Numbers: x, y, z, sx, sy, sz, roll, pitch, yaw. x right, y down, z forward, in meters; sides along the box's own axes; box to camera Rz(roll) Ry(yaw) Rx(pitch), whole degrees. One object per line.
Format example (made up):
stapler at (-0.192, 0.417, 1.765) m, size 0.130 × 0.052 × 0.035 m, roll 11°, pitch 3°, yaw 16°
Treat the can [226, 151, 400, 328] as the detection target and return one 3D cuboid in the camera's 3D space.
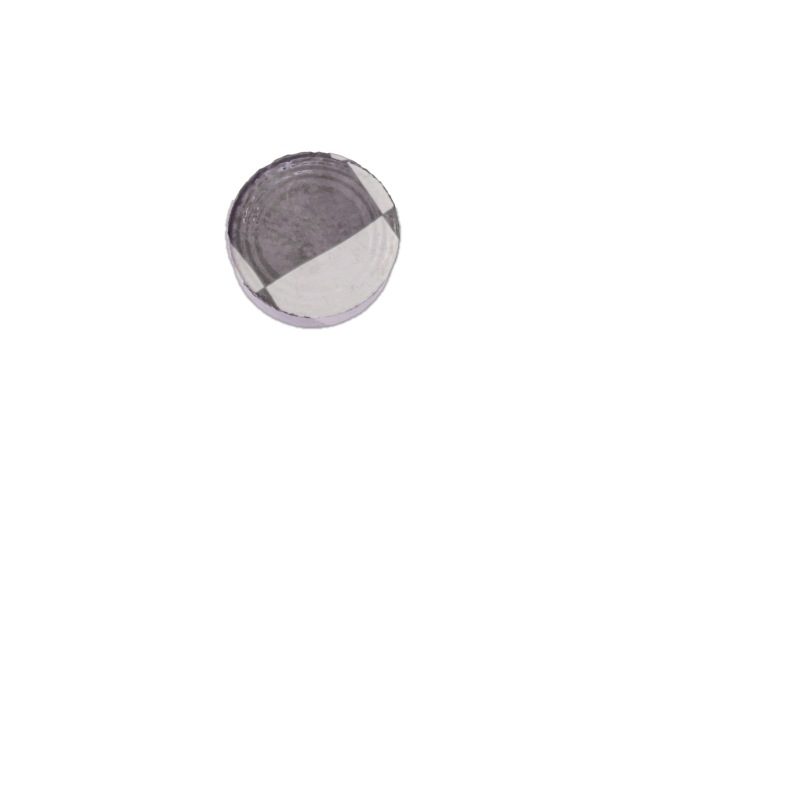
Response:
can at (-0.044, -0.080, 0.561) m, size 0.086 × 0.089 × 0.032 m, roll 0°, pitch -15°, yaw -1°
